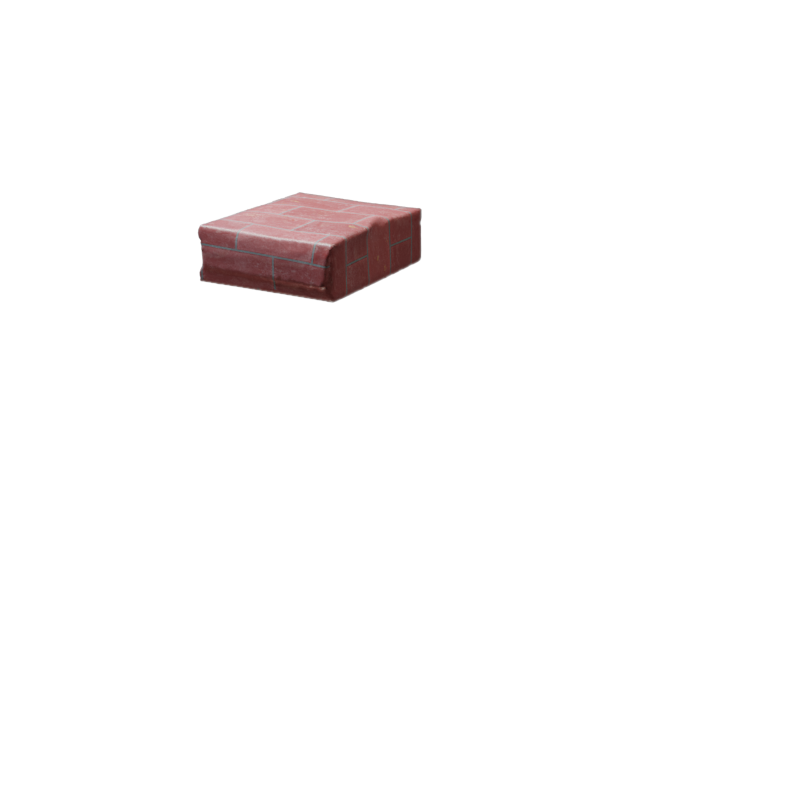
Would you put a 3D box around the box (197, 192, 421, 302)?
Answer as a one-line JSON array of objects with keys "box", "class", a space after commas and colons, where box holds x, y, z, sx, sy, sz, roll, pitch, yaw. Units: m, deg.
[{"box": [-0.041, -0.075, 0.529, 0.076, 0.029, 0.089, 12, 24, 28], "class": "box"}]
